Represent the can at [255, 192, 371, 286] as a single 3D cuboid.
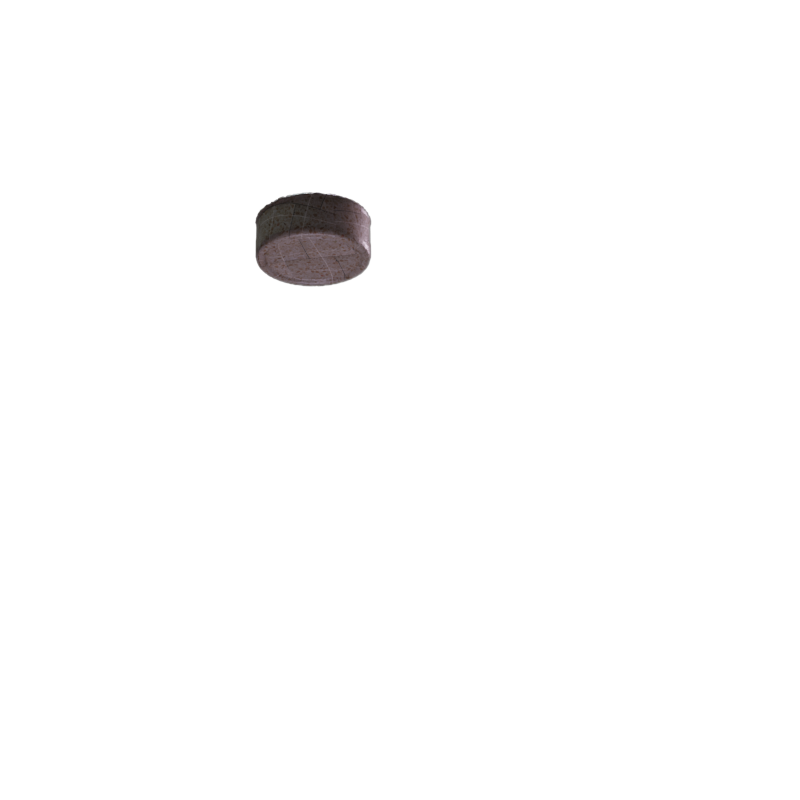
[{"bbox_3d":[-0.064,-0.116,0.814,0.086,0.035,0.081,1,-23,-2],"label":"can"}]
